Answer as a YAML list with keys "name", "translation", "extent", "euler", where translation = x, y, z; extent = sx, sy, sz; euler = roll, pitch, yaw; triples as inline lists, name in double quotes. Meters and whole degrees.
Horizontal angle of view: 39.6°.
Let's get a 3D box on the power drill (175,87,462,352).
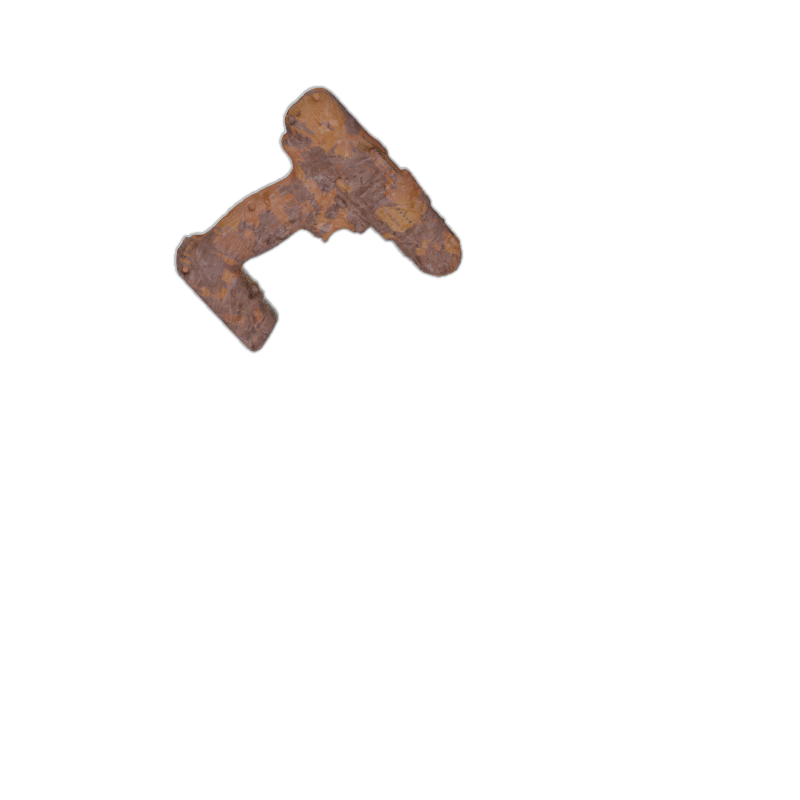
- name: "power drill"
  translation: [-0.069, -0.125, 0.876]
  extent: [0.186, 0.179, 0.059]
  euler: [-40, 11, 9]
